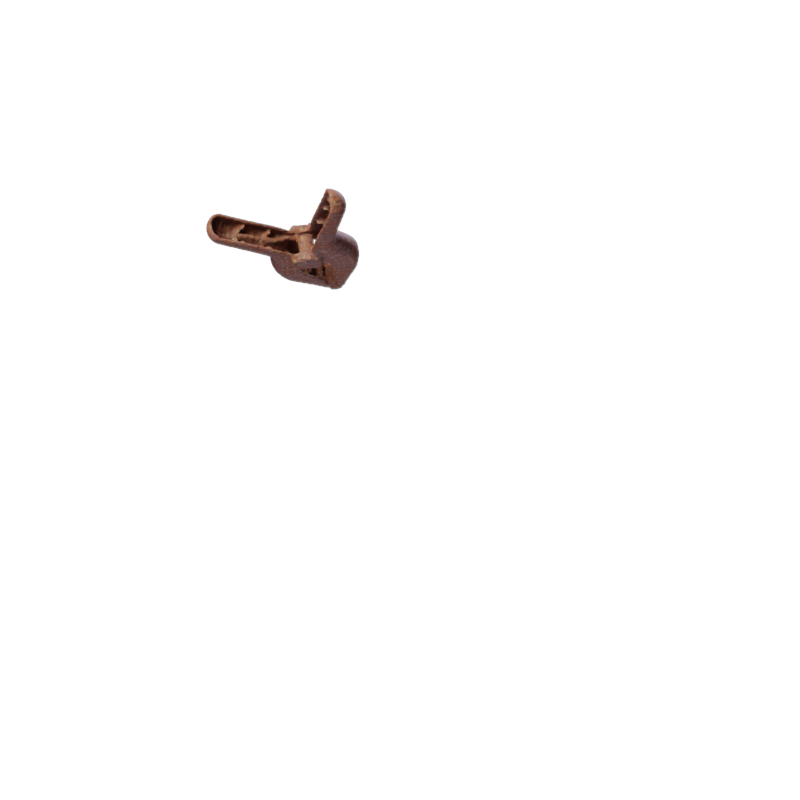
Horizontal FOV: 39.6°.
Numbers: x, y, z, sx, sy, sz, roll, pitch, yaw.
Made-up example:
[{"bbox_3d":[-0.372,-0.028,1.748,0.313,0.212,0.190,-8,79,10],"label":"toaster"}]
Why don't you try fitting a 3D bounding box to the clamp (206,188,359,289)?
[{"bbox_3d":[-0.076,-0.138,0.965,0.123,0.041,0.162,-6,-12,26],"label":"clamp"}]
